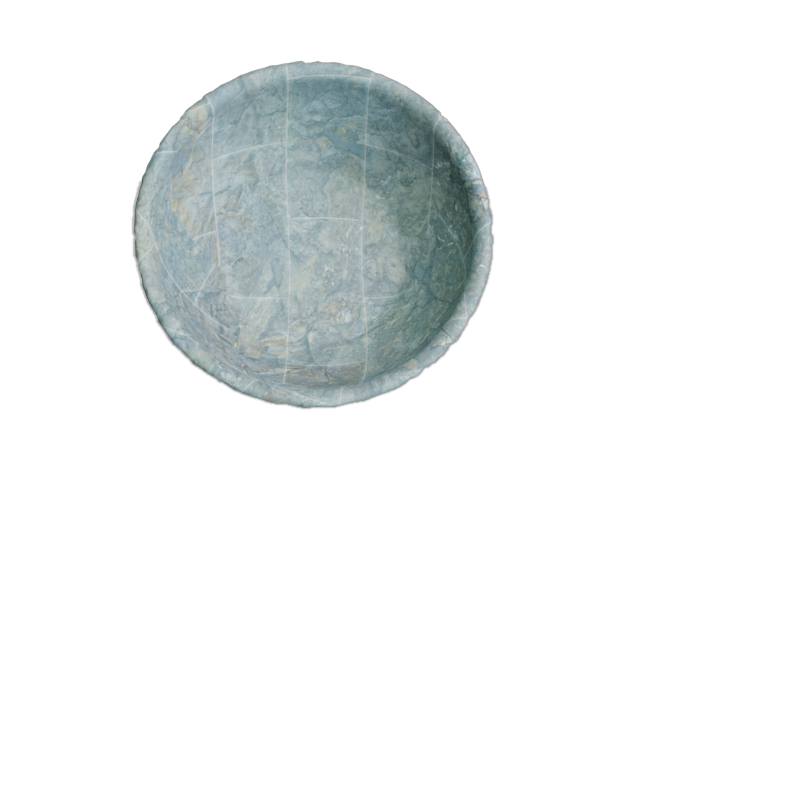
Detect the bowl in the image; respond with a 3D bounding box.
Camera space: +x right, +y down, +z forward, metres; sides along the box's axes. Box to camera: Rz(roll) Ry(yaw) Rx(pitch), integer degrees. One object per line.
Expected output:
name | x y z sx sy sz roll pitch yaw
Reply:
bowl | -0.041 -0.074 0.521 0.162 0.168 0.053 0 -14 -1
